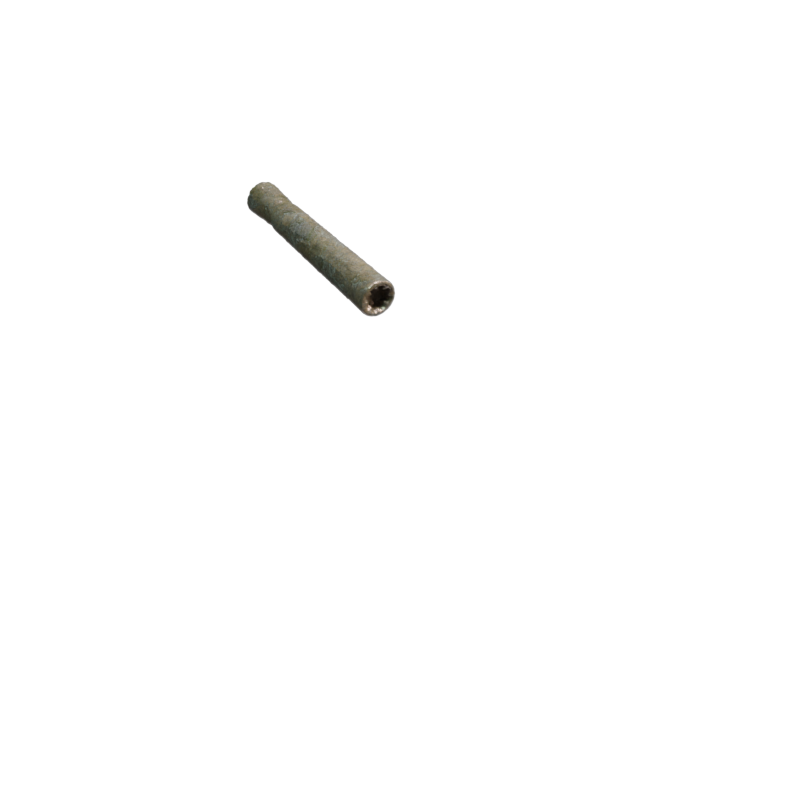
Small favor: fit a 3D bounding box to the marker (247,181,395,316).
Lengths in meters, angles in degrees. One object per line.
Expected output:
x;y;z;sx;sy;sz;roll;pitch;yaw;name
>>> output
-0.043;-0.078;0.548;0.019;0.019;0.131;-3;31;-35;marker
